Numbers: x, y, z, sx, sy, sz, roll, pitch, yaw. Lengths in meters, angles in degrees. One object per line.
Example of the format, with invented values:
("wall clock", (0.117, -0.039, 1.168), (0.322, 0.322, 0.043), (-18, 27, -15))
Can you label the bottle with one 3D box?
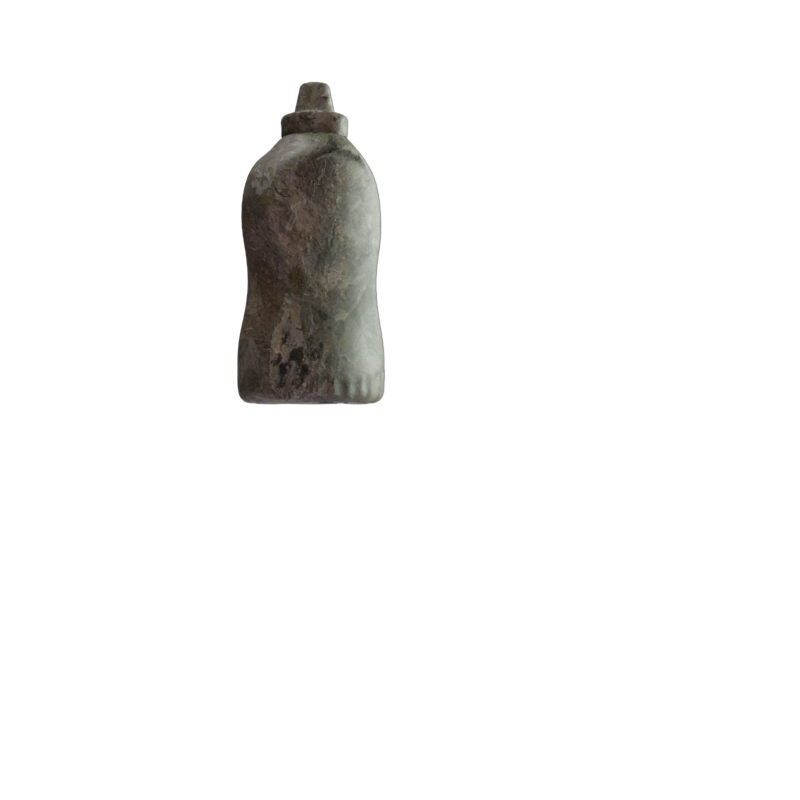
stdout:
("bottle", (-0.051, -0.094, 0.659), (0.092, 0.195, 0.060), (6, -10, -44))
